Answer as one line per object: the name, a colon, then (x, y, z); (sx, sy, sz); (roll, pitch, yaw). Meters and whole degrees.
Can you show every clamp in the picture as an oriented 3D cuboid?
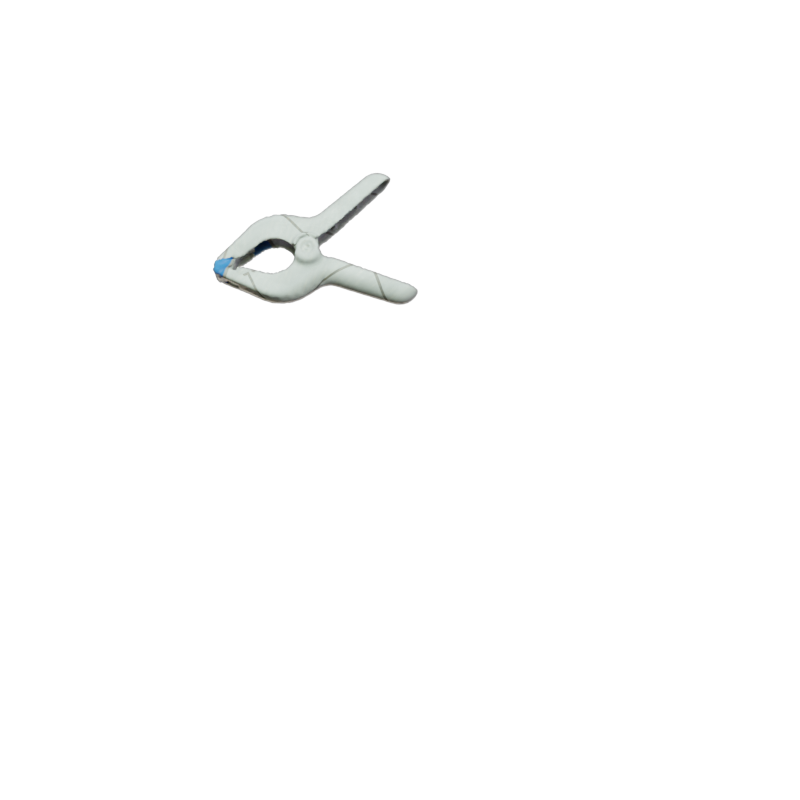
clamp: (-0.075, -0.136, 0.953); (0.171, 0.127, 0.037); (-3, -26, -2)
